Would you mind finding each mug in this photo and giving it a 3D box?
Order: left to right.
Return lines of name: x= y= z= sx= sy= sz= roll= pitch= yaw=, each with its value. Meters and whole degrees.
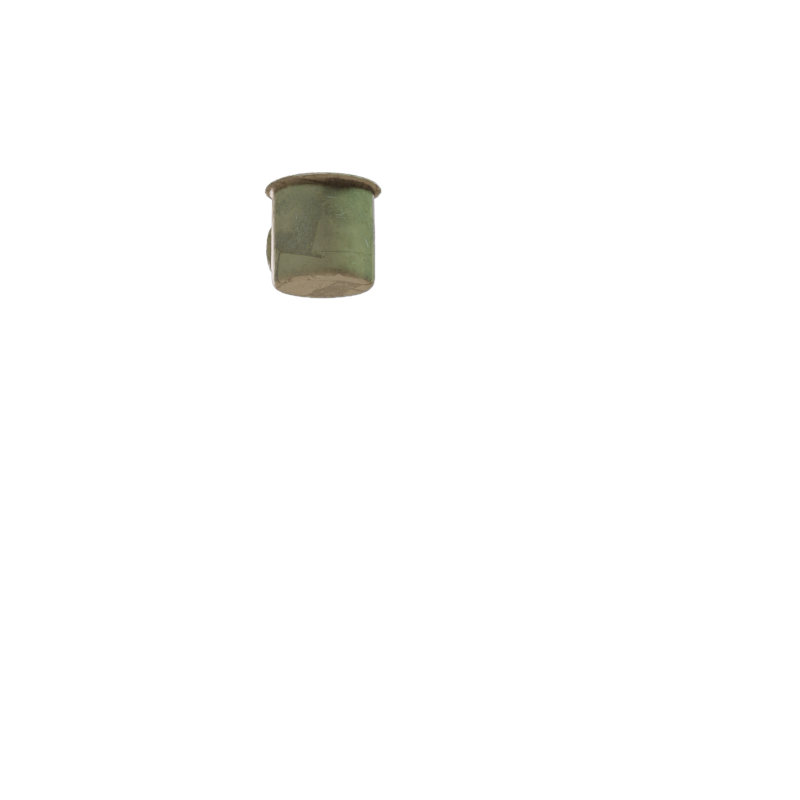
mug: x=-0.069 y=-0.127 z=0.886 sx=0.088 sy=0.084 sz=0.120 roll=9 pitch=-13 yaw=-43
